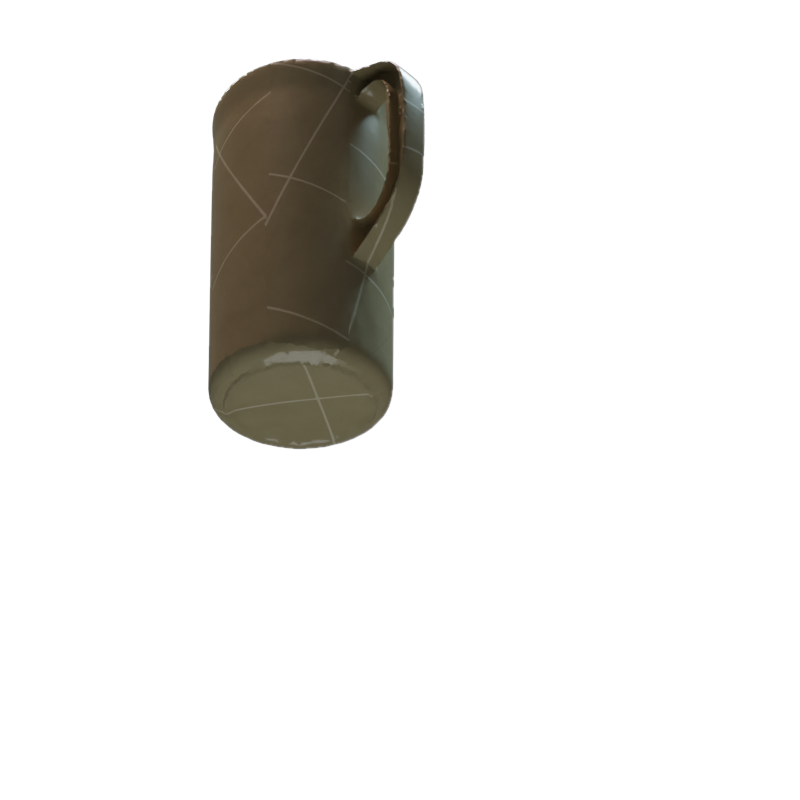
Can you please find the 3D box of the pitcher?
[{"bbox_3d":[-0.056,-0.102,0.712,0.145,0.261,0.139,-2,-38,-1],"label":"pitcher"}]
